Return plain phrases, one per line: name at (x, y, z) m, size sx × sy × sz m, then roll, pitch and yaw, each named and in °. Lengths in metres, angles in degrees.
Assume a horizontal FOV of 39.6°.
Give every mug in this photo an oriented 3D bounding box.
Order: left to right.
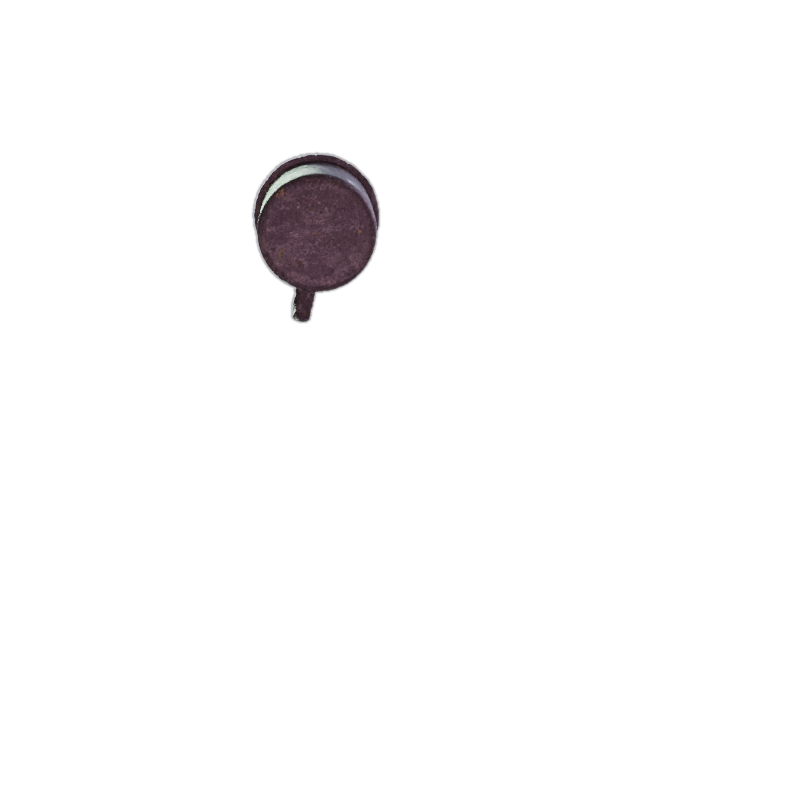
mug at (-0.061, -0.112, 0.782) m, size 0.093 × 0.114 × 0.084 m, roll 12°, pitch 12°, yaw -5°
